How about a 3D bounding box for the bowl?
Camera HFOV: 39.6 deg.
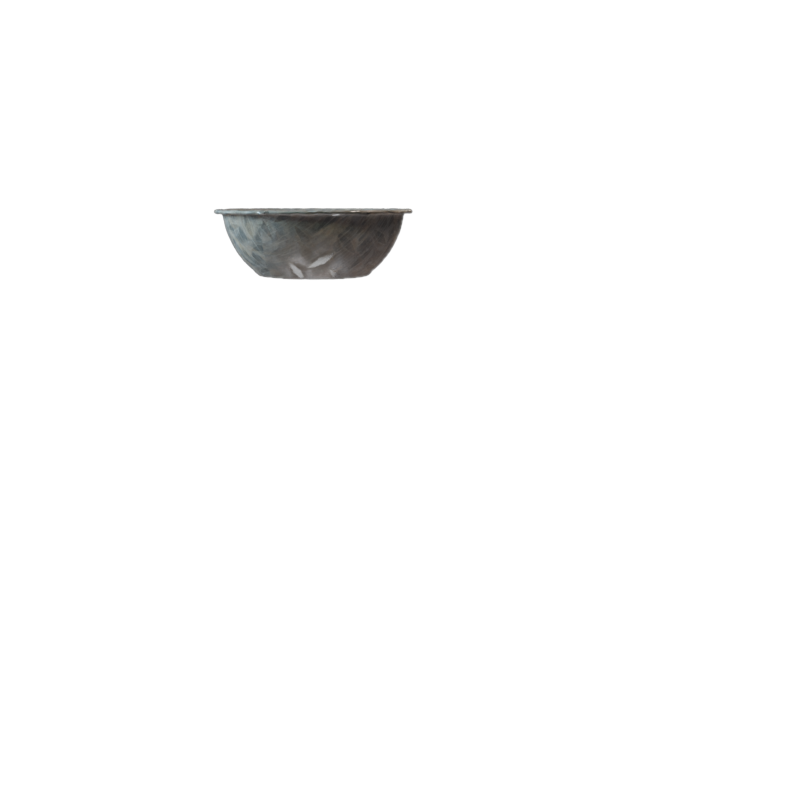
[{"bbox_3d":[-0.071,-0.129,0.904,0.162,0.054,0.165,0,10,-2],"label":"bowl"}]
